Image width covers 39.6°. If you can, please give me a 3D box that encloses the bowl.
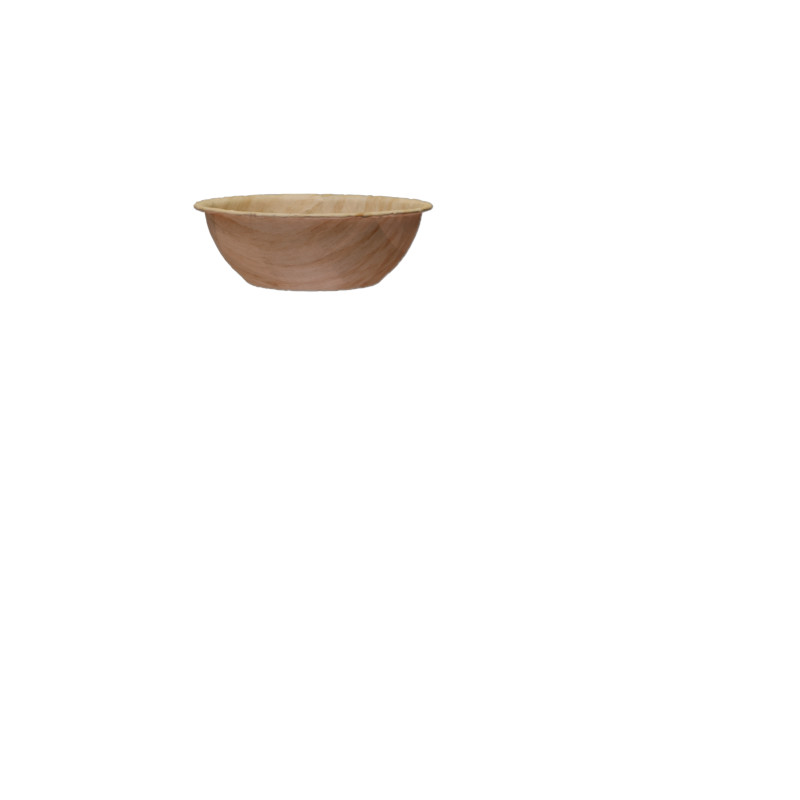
[{"bbox_3d":[-0.059,-0.107,0.751,0.162,0.054,0.166,0,13,-2],"label":"bowl"}]
